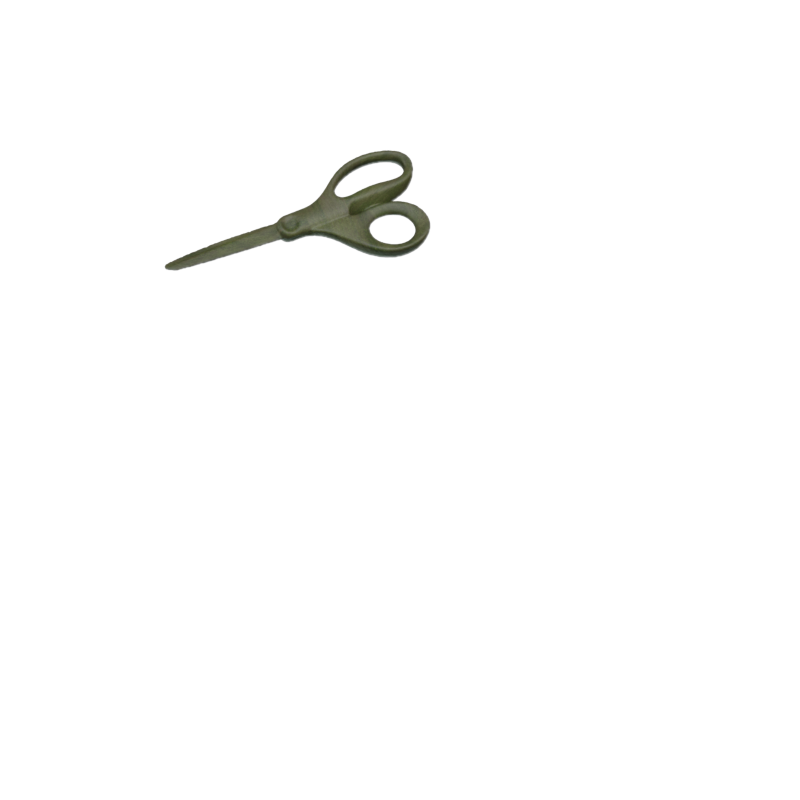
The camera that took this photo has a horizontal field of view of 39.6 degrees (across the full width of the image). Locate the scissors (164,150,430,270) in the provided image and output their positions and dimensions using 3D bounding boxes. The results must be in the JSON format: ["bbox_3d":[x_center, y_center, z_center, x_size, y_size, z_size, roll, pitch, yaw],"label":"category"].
[{"bbox_3d":[-0.064,-0.117,0.820,0.202,0.102,0.015,-35,-22,-16],"label":"scissors"}]
